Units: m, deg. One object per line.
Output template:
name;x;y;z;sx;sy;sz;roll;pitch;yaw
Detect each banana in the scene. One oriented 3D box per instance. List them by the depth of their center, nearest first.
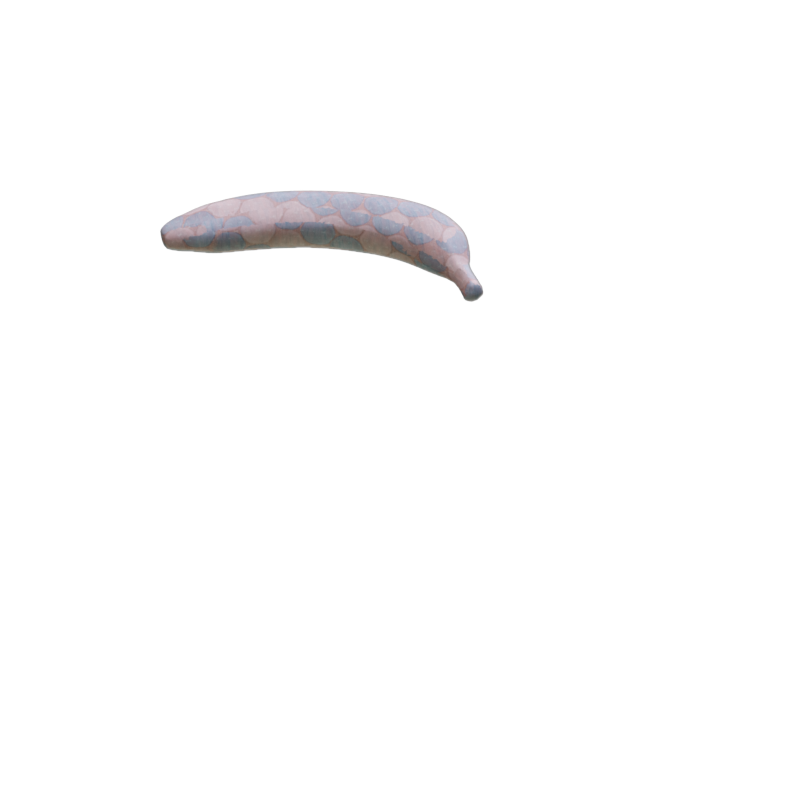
banana;-0.043;-0.102;0.666;0.203;0.035;0.072;9;31;16
